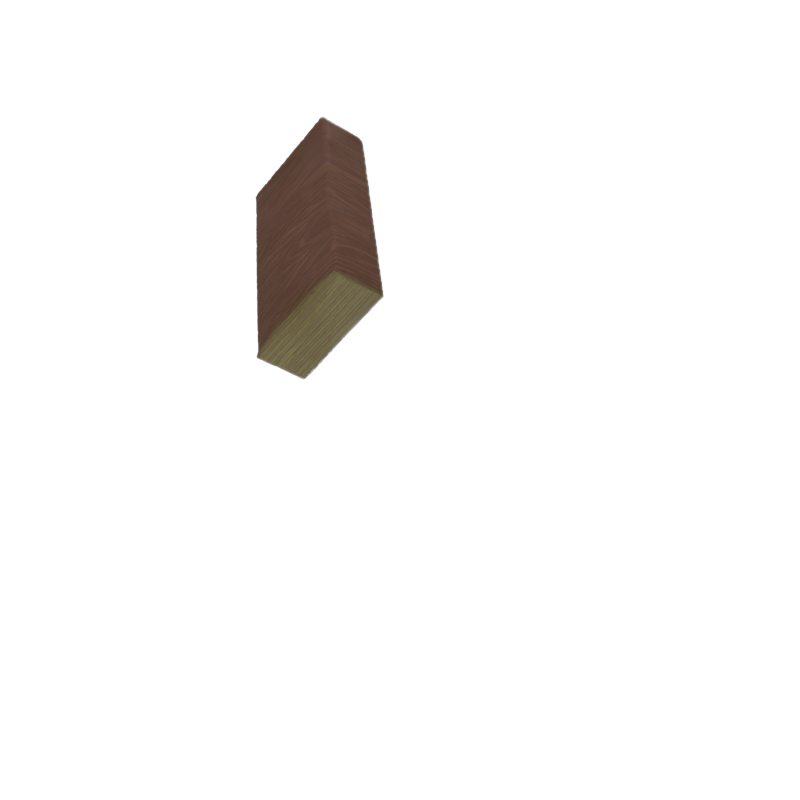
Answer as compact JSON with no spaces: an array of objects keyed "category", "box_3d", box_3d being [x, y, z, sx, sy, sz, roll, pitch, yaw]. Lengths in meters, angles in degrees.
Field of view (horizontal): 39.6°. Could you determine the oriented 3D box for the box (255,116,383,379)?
[{"category":"box","box_3d":[-0.060,-0.110,0.773,0.046,0.189,0.091,28,-55,-27]}]
